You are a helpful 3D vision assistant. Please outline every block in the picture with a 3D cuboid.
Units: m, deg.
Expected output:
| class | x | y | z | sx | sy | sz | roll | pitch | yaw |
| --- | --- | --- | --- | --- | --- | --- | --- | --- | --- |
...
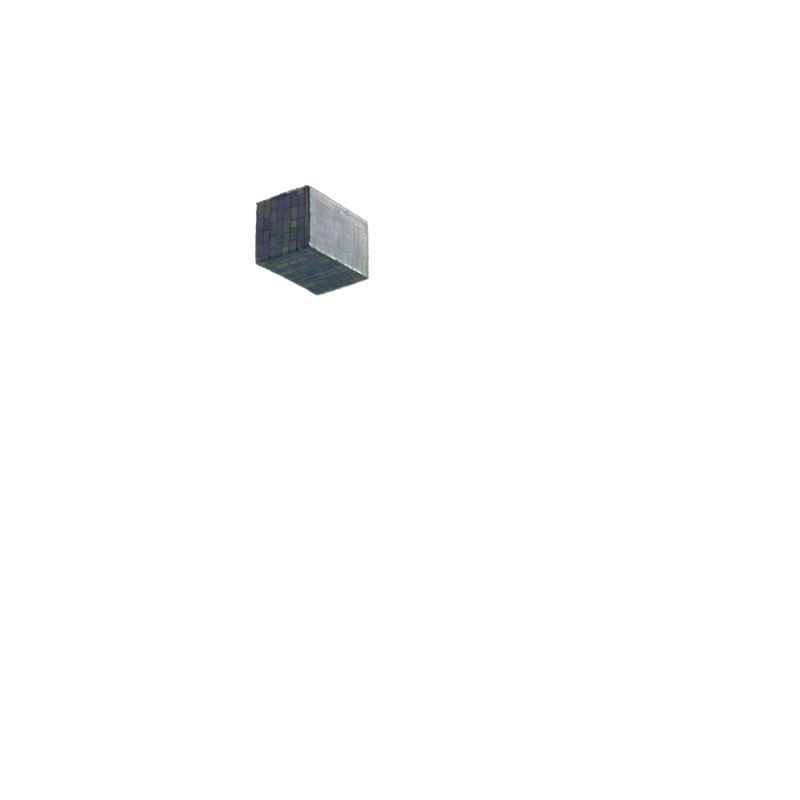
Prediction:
| class | x | y | z | sx | sy | sz | roll | pitch | yaw |
| --- | --- | --- | --- | --- | --- | --- | --- | --- | --- |
| block | -0.066 | -0.120 | 0.839 | 0.053 | 0.054 | 0.073 | -15 | -25 | 32 |
